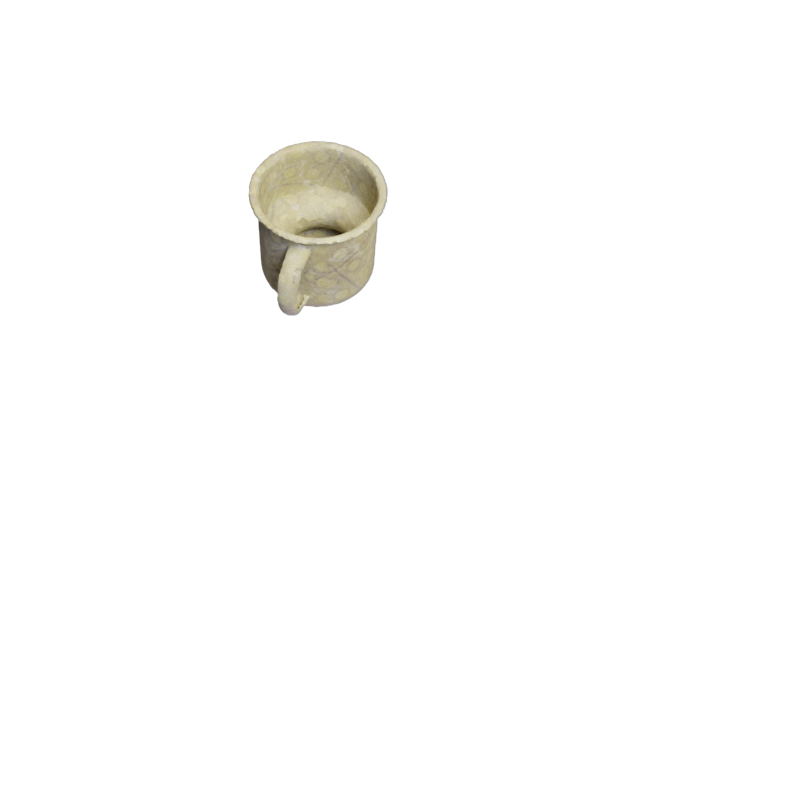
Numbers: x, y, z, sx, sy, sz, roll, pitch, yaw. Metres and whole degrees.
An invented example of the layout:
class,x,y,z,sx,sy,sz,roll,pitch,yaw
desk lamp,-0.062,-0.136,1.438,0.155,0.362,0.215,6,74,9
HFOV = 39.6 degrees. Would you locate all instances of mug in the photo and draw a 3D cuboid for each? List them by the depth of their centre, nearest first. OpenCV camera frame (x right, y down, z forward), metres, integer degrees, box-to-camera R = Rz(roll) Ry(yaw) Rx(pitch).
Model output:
class,x,y,z,sx,sy,sz,roll,pitch,yaw
mug,-0.060,-0.109,0.762,0.094,0.124,0.076,11,-36,6
